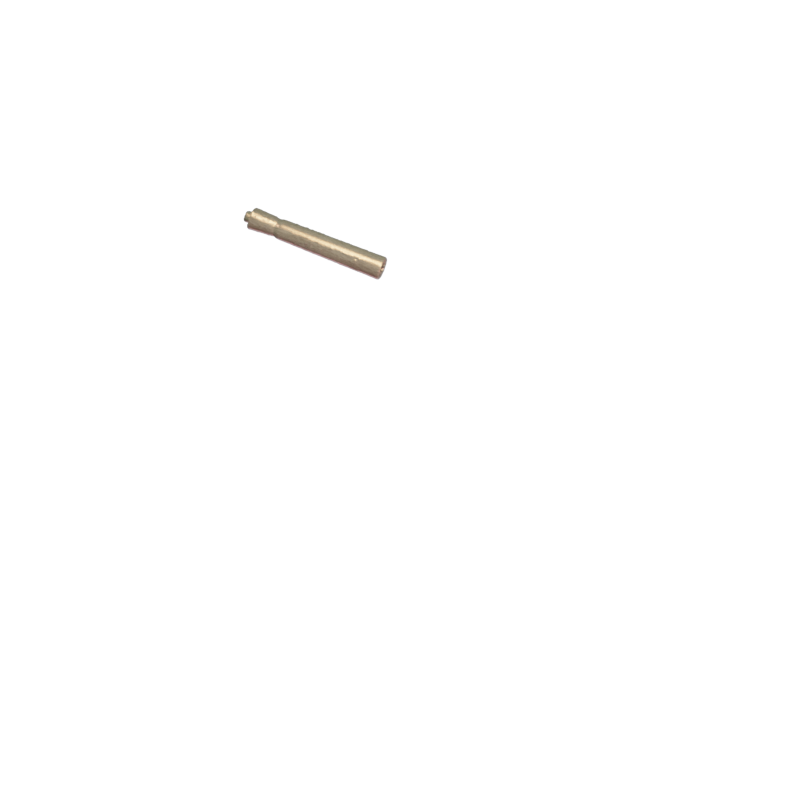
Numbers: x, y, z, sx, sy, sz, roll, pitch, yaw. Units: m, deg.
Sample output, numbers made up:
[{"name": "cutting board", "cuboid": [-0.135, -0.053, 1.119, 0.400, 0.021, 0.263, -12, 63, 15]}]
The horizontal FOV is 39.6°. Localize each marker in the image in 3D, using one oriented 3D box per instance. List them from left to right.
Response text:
[{"name": "marker", "cuboid": [-0.069, -0.127, 0.887, 0.124, 0.019, 0.019, 23, 9, 14]}]
